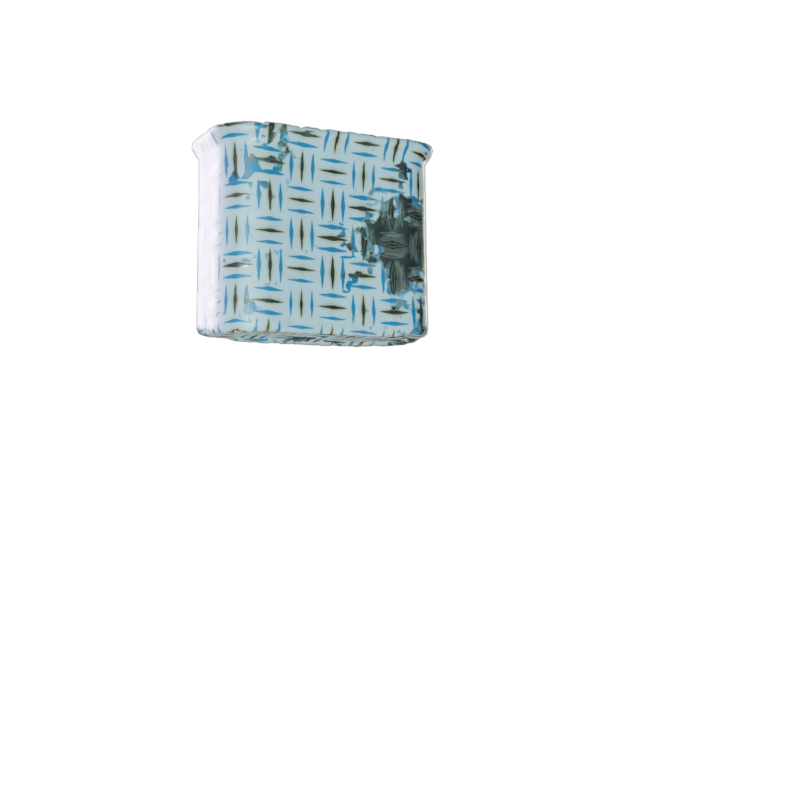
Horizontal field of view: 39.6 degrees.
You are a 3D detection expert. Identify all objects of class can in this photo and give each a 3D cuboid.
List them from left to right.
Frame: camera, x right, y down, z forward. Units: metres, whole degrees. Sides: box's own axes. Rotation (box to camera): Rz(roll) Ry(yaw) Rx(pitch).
[{"bbox_3d":[-0.037,-0.067,0.471,0.098,0.086,0.058,2,-8,-26],"label":"can"}]
